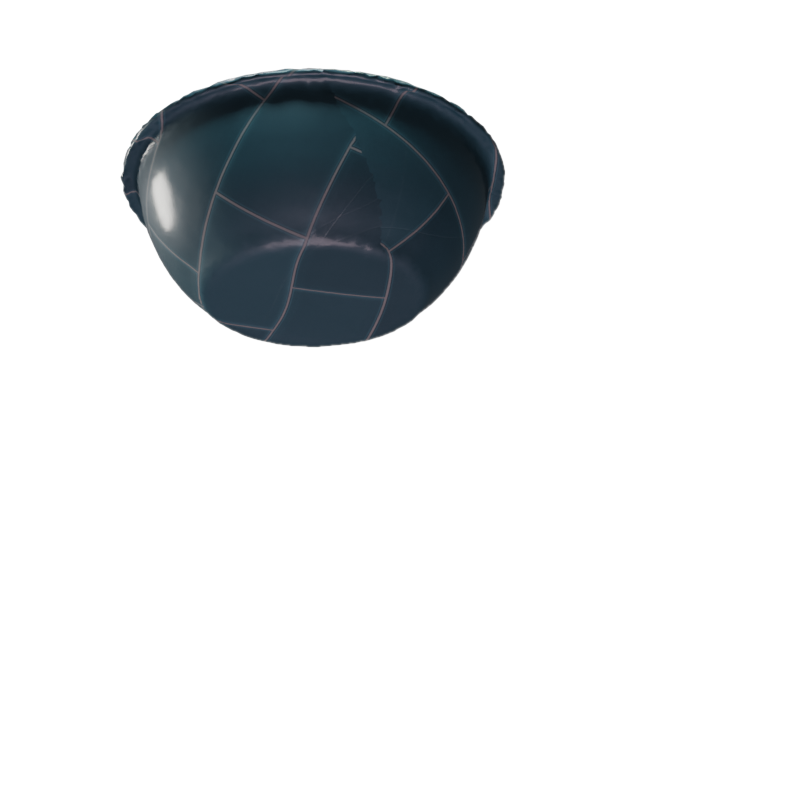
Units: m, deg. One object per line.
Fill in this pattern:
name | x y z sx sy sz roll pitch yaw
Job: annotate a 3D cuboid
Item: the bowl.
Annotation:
bowl | -0.036 -0.066 0.460 0.162 0.058 0.153 1 -25 -2
